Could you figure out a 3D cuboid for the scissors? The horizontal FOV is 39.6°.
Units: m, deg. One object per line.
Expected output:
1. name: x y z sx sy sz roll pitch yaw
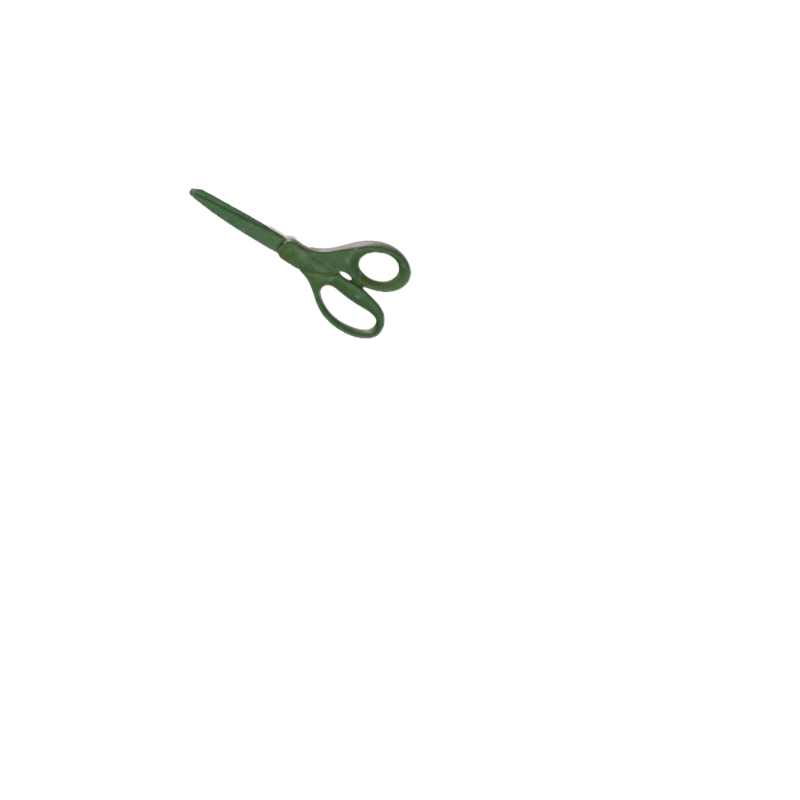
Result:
1. scissors: -0.072 -0.132 0.924 0.095 0.193 0.017 -39 19 16
